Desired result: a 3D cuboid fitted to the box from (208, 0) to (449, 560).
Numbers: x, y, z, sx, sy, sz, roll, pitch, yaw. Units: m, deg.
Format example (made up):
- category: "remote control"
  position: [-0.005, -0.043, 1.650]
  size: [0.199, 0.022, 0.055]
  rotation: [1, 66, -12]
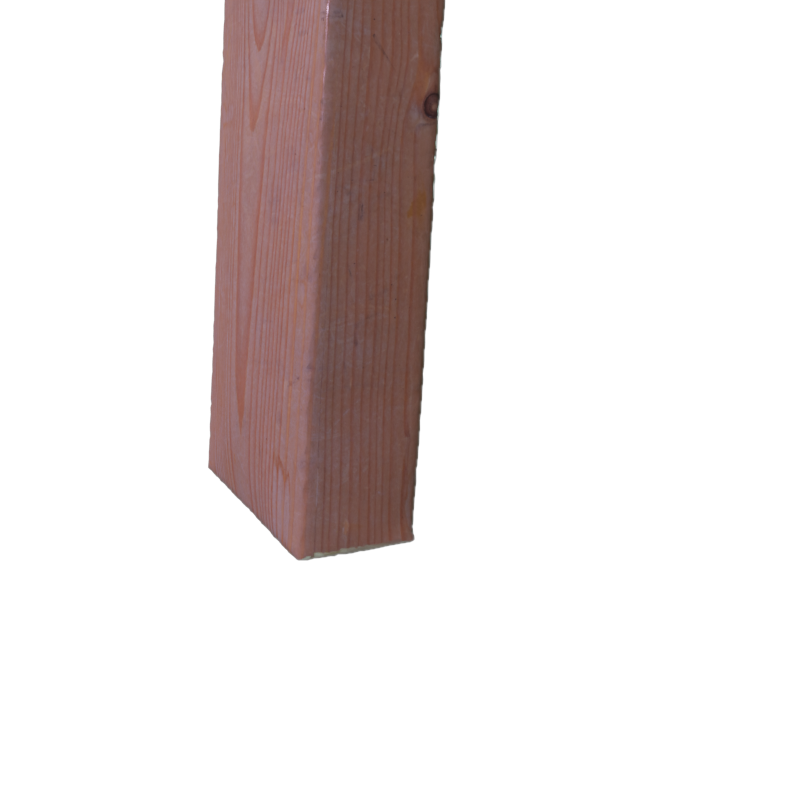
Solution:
- category: "box"
  position: [-0.028, -0.051, 0.356]
  size: [0.047, 0.173, 0.098]
  rotation: [-3, 9, -26]
